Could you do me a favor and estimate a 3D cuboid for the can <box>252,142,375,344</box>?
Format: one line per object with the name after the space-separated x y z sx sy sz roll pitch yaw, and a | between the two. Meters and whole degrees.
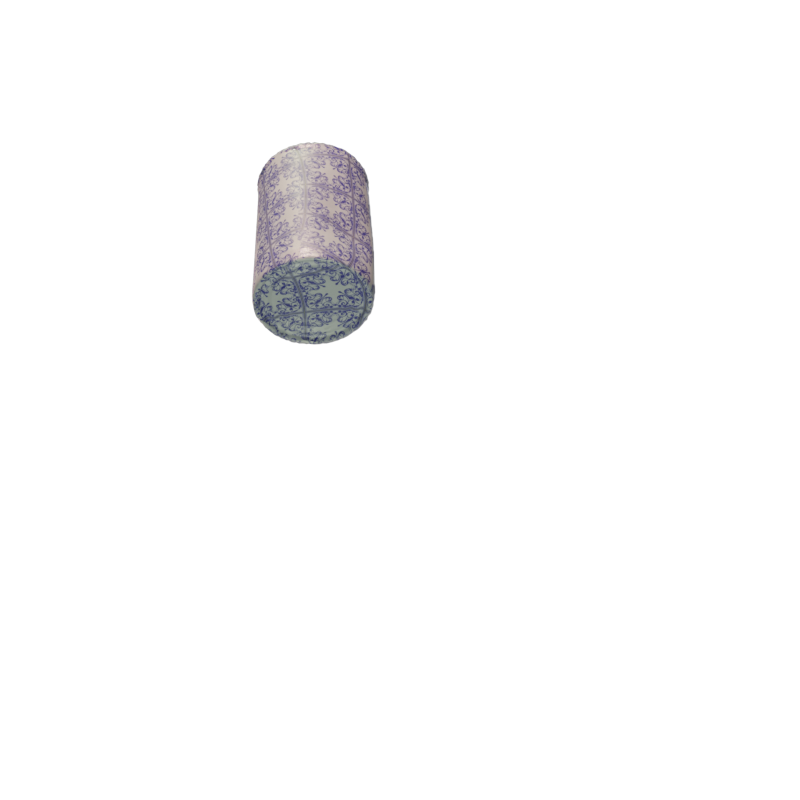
-0.050 -0.091 0.634 0.068 0.064 0.110 -1 45 -3 | can
